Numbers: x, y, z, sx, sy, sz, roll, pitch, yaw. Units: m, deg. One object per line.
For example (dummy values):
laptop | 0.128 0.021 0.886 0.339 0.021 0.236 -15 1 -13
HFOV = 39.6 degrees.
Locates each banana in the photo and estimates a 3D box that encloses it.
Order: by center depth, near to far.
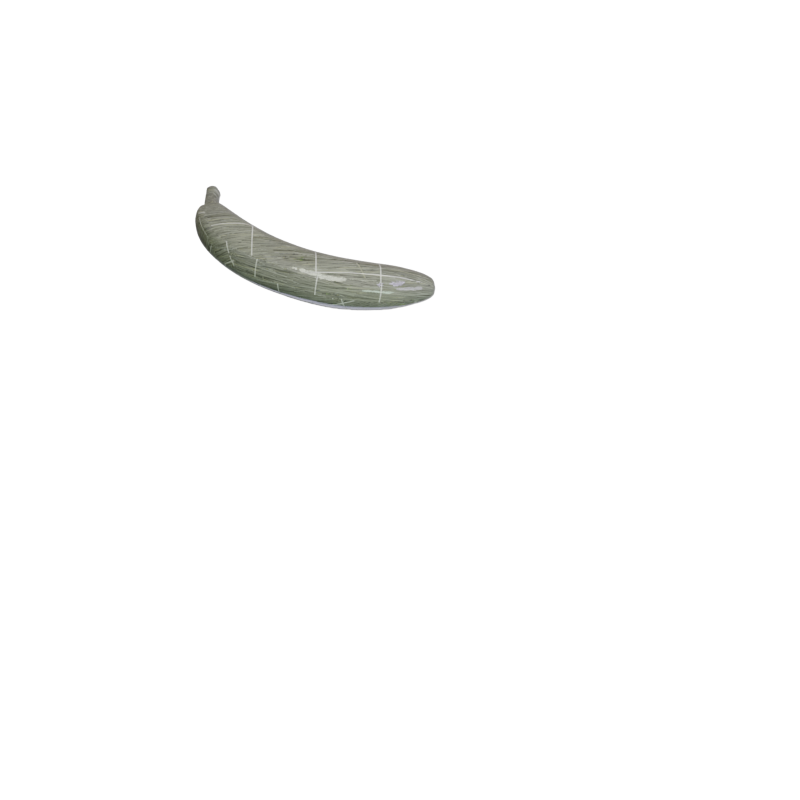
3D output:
banana | -0.075 -0.103 0.793 0.206 0.071 0.034 26 -34 19
